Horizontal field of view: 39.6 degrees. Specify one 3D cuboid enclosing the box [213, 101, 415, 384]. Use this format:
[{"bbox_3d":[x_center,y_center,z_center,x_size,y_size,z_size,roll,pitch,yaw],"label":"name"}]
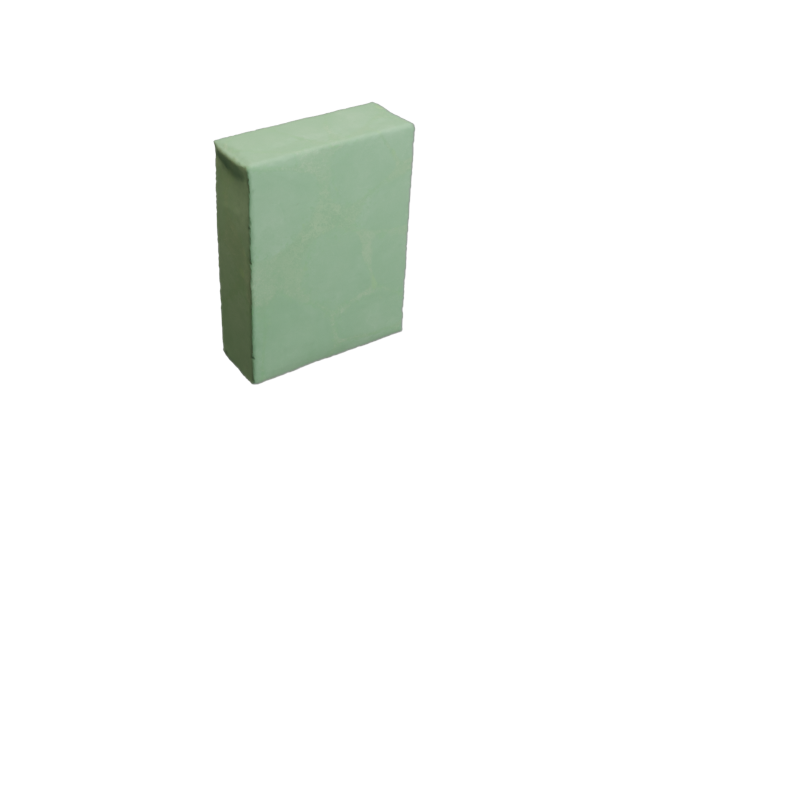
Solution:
[{"bbox_3d":[-0.076,-0.139,0.971,0.162,0.201,0.077,-19,38,-29],"label":"box"}]
